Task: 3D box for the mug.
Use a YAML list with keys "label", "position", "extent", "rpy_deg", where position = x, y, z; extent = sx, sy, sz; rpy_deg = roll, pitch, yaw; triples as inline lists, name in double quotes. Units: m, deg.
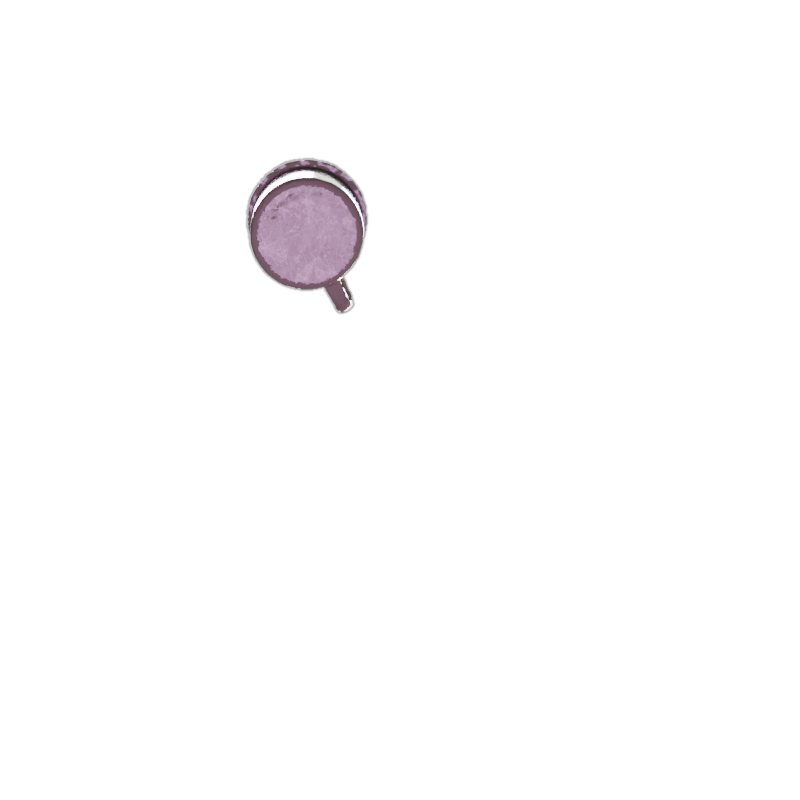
- label: "mug"
  position: [-0.064, -0.117, 0.821]
  extent: [0.093, 0.114, 0.084]
  rpy_deg: [-22, 12, 3]
